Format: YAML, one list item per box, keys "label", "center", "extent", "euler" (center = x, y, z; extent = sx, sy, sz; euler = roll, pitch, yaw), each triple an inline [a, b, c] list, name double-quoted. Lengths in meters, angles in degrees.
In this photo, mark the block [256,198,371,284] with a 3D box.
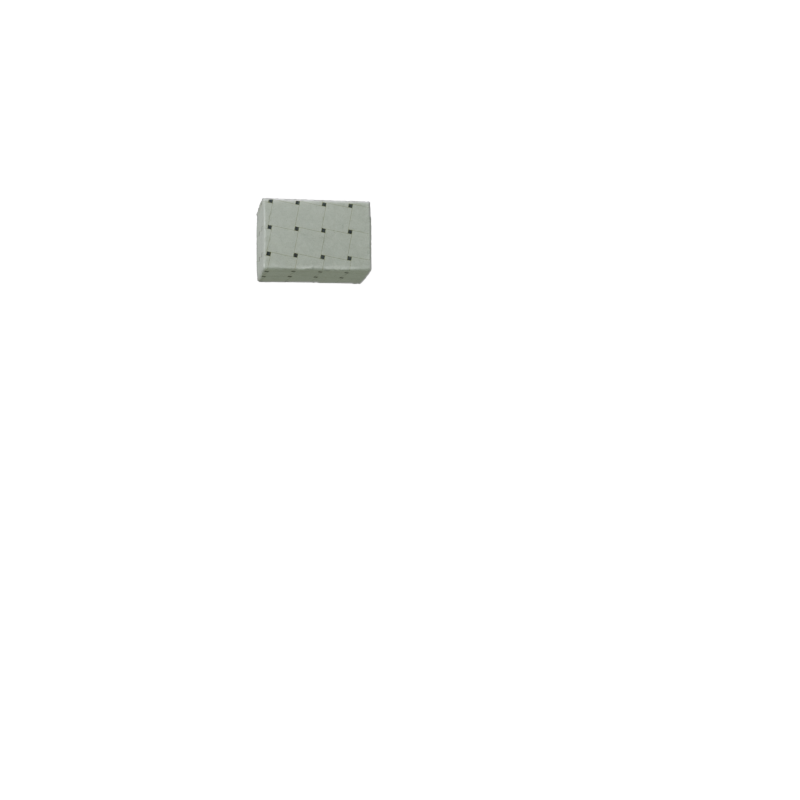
- label: "block"
  center: [-0.062, -0.112, 0.787]
  extent: [0.077, 0.053, 0.052]
  euler: [1, -8, -9]
